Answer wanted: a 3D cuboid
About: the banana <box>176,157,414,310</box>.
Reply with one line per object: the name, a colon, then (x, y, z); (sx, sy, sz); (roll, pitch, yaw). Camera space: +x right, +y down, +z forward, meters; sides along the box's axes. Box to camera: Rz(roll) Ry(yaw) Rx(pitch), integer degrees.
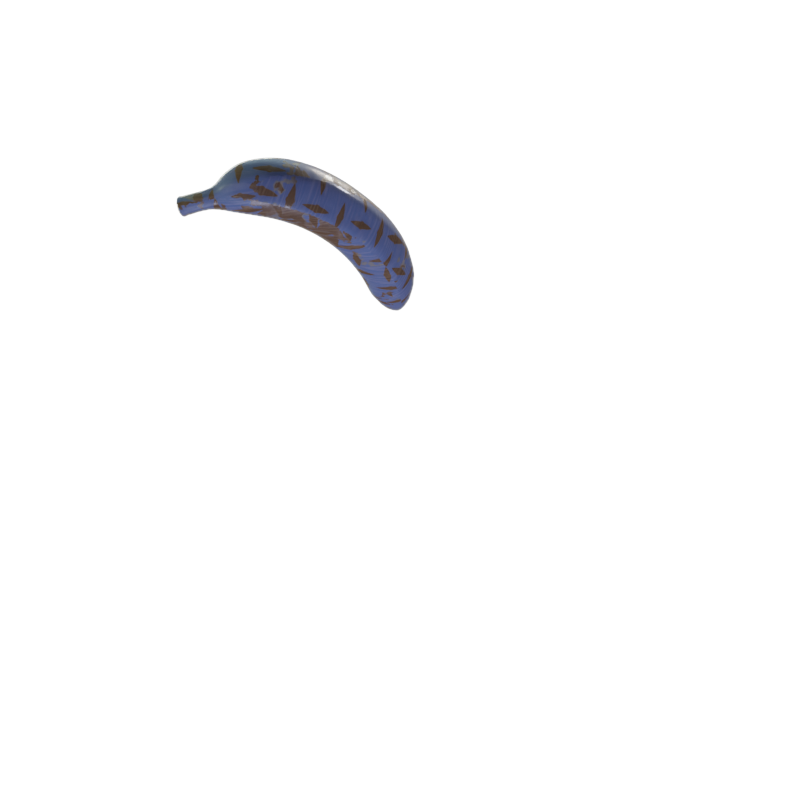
banana: (-0.045, -0.109, 0.705); (0.185, 0.039, 0.070); (23, -35, -39)
